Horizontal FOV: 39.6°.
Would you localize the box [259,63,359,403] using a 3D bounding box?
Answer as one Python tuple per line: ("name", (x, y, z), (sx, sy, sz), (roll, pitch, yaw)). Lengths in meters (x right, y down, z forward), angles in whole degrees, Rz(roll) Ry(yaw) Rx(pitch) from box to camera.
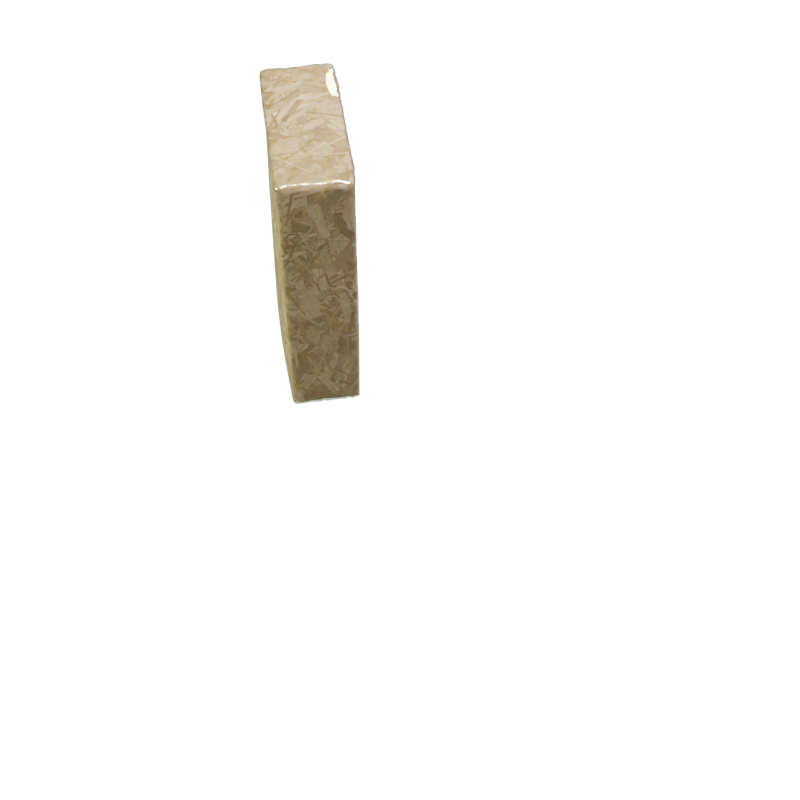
("box", (-0.047, -0.087, 0.610), (0.048, 0.101, 0.164), (-5, -38, -8))
